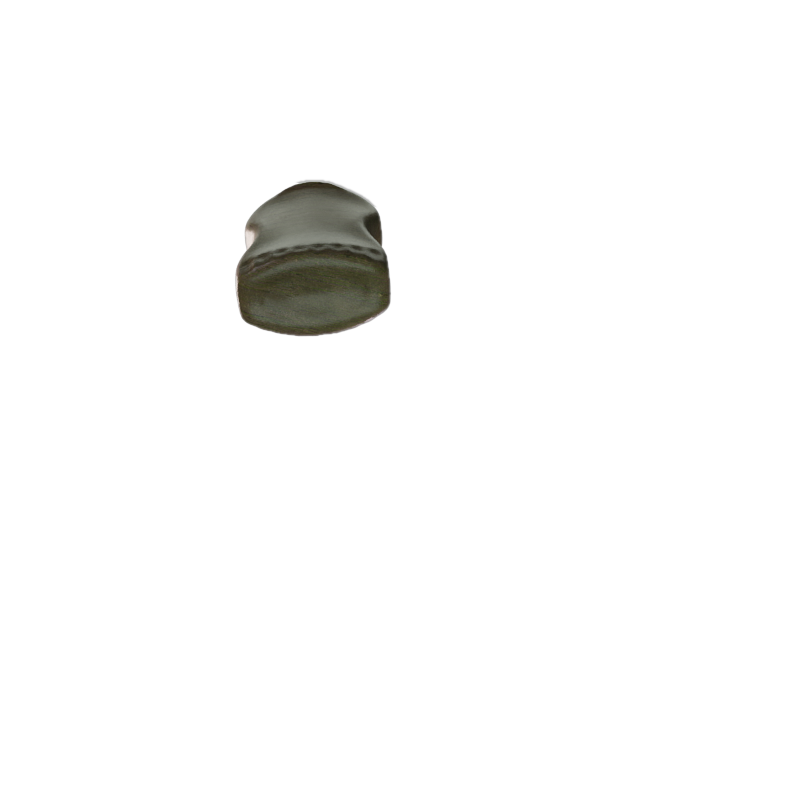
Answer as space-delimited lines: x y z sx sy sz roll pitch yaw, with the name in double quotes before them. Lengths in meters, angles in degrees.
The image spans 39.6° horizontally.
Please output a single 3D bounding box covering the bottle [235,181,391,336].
"bottle" -0.060 -0.109 0.766 0.096 0.055 0.202 -7 27 0
